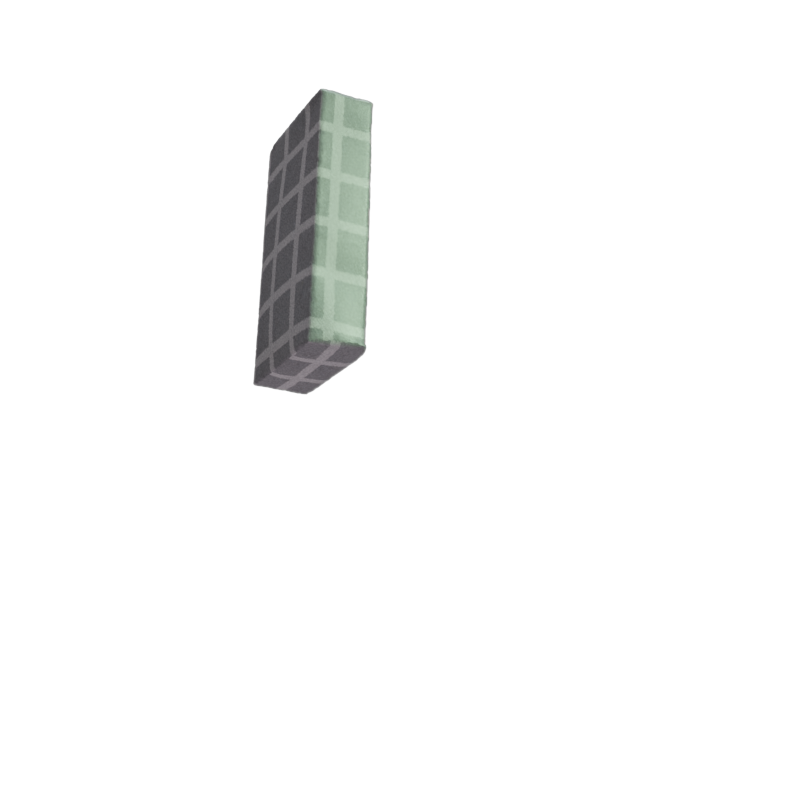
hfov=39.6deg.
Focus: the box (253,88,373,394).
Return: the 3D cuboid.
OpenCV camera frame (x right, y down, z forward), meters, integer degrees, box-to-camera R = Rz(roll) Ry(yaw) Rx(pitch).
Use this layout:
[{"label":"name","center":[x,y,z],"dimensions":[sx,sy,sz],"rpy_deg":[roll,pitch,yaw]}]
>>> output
[{"label":"box","center":[-0.057,-0.102,0.718],"dimensions":[0.046,0.186,0.092],"rpy_deg":[10,-26,-26]}]
